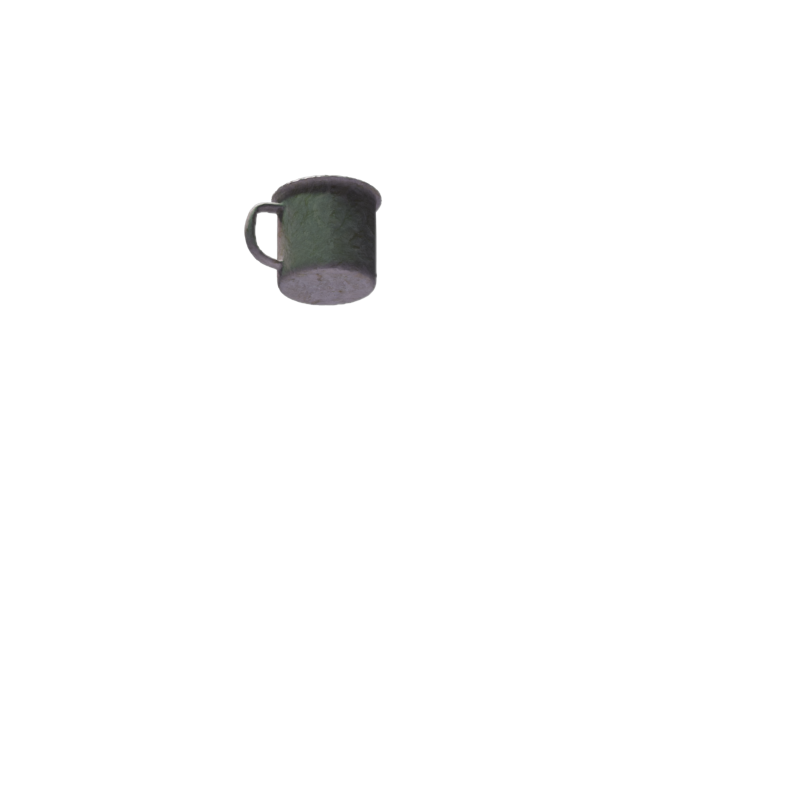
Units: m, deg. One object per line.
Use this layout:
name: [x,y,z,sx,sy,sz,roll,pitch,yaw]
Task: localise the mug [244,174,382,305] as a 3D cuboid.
mug: [-0.071,-0.130,0.909,0.113,0.086,0.092,8,-22,-24]
